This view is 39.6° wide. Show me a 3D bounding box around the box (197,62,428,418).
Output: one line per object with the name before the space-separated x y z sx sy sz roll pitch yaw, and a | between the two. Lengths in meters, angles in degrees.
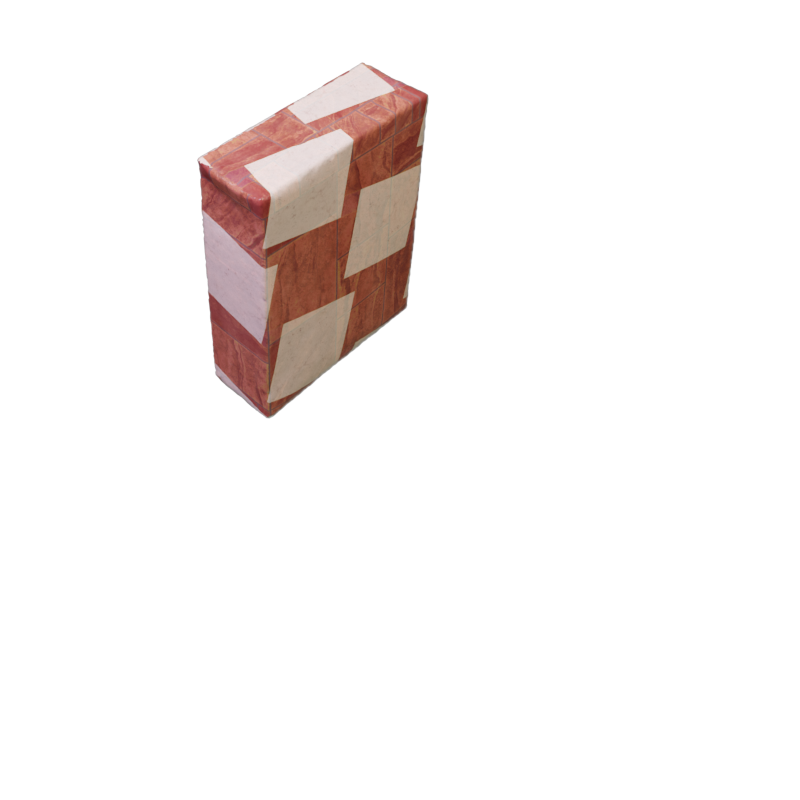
box | -0.063 -0.115 0.808 0.076 0.199 0.166 33 53 25
